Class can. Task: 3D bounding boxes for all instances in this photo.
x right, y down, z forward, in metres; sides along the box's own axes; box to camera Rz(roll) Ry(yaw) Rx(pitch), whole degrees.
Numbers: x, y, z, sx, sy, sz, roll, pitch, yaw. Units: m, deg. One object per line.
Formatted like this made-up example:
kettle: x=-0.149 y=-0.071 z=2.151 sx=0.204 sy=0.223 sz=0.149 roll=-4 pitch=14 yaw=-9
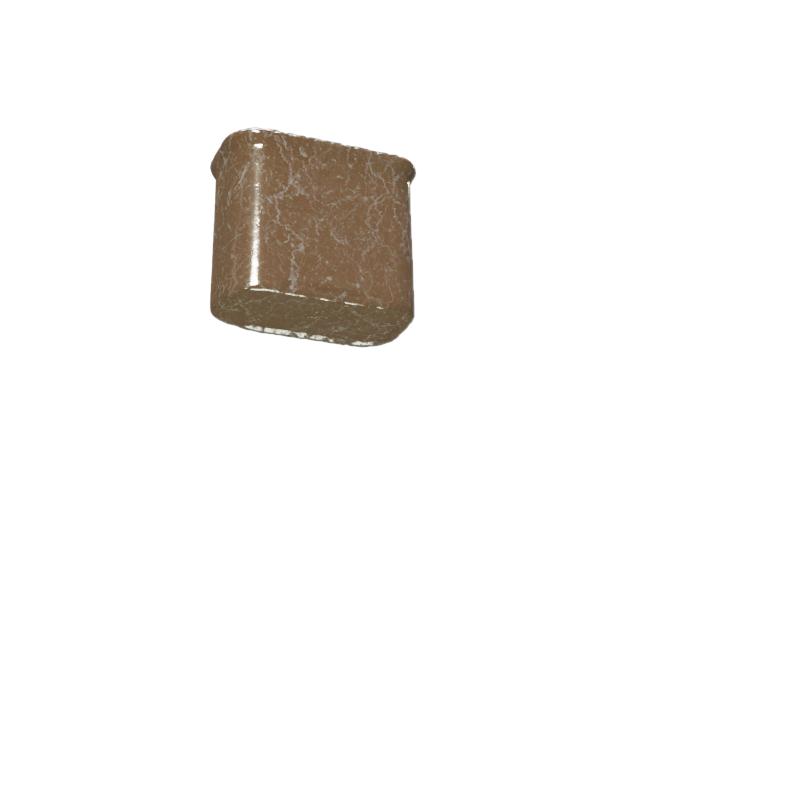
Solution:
can: x=-0.043 y=-0.078 z=0.545 sx=0.099 sy=0.088 sz=0.056 roll=8 pitch=-25 yaw=-21
